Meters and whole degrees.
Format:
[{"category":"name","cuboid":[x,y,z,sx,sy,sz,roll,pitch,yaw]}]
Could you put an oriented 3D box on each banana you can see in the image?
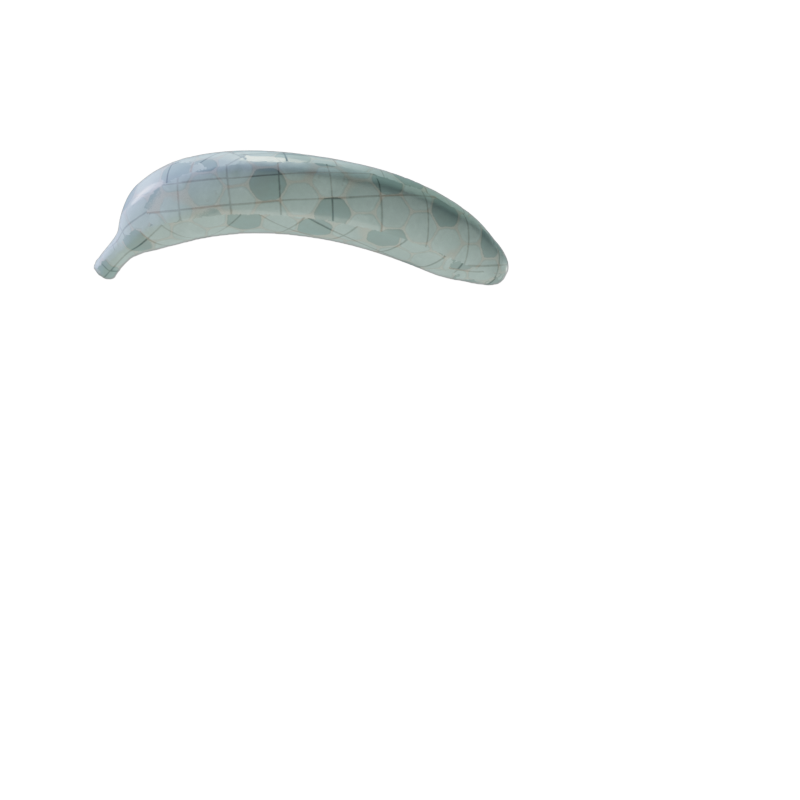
[{"category":"banana","cuboid":[-0.043,-0.084,0.513,0.196,0.039,0.065,2,-32,-4]}]
